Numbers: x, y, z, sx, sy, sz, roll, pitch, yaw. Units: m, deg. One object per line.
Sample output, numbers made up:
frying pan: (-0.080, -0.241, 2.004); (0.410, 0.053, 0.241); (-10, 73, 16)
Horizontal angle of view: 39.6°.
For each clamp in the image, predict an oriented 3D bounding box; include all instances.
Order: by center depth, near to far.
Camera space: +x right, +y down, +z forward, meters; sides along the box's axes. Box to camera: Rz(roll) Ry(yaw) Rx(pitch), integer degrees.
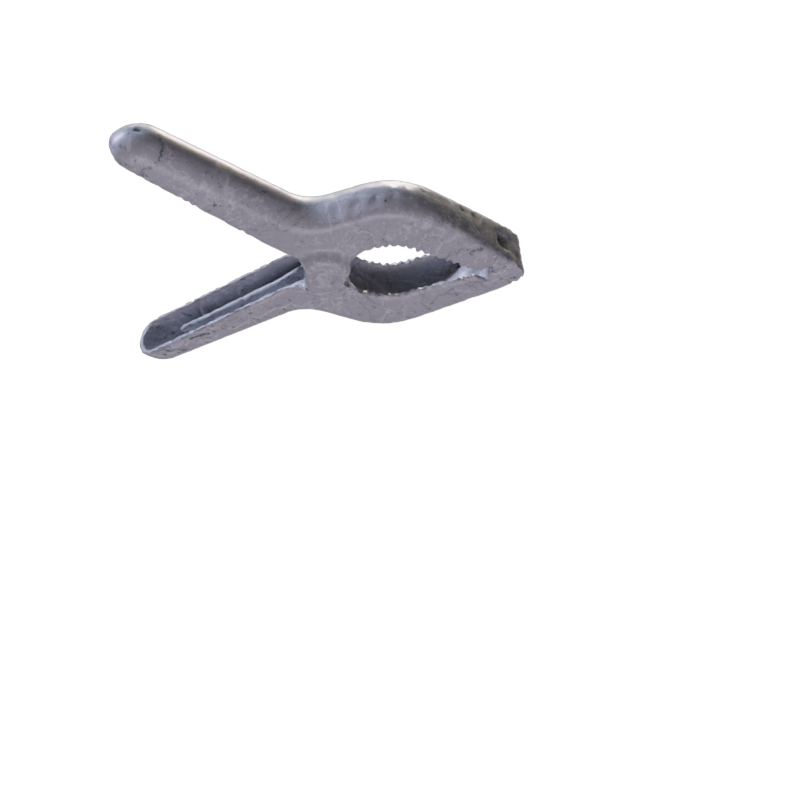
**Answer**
clamp: (-0.044, -0.080, 0.560); (0.211, 0.039, 0.153); (-3, -36, 3)
